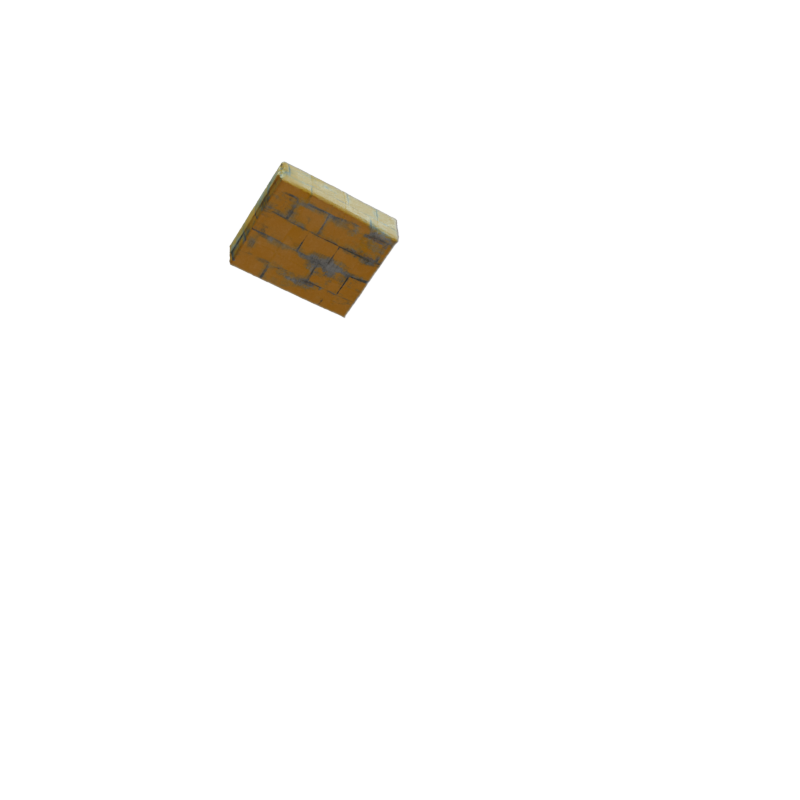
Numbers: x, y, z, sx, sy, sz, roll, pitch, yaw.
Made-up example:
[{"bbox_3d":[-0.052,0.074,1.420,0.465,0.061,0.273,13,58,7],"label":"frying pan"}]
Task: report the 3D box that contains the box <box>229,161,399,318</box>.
[{"bbox_3d":[-0.071,-0.129,0.905,0.110,0.087,0.041,27,28,-16],"label":"box"}]
